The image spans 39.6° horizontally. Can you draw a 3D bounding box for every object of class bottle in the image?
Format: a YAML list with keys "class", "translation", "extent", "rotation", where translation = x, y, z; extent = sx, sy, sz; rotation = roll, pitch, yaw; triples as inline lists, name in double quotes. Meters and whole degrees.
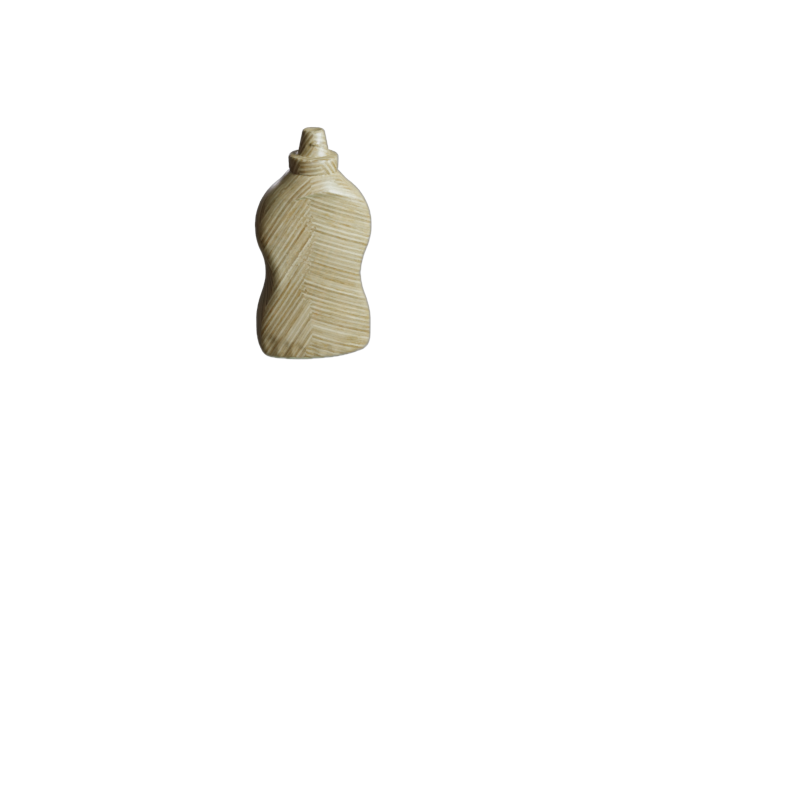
- class: "bottle"
  translation: [-0.072, -0.131, 0.920]
  extent: [0.095, 0.183, 0.062]
  rotation: [-3, 21, -11]
